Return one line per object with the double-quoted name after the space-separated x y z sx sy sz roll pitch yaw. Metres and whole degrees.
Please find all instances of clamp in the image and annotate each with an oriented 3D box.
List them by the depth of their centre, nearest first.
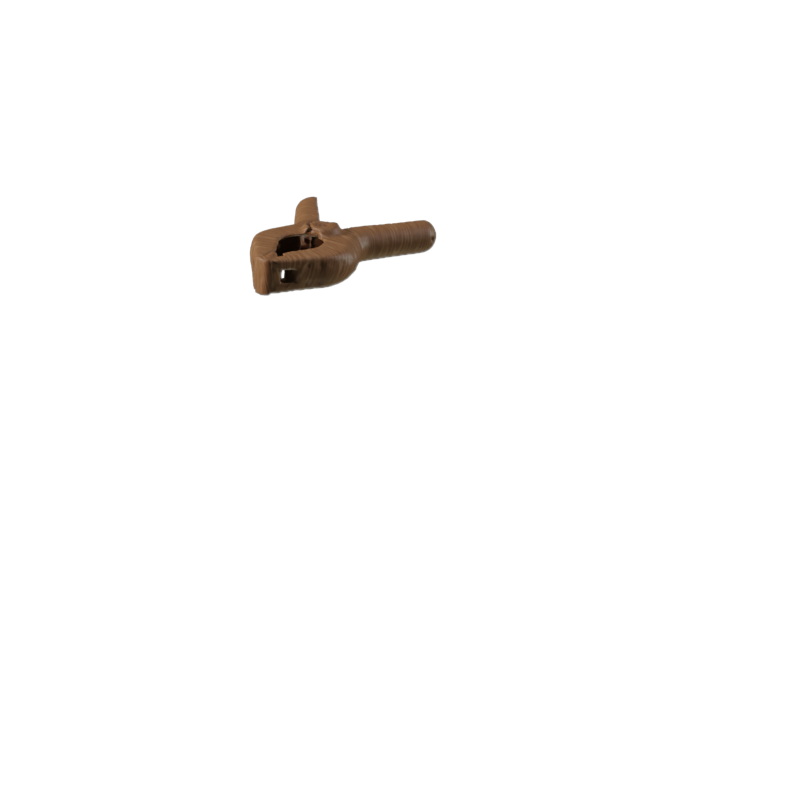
-0.065 -0.119 0.831 0.126 0.038 0.169 14 24 34 "clamp"
